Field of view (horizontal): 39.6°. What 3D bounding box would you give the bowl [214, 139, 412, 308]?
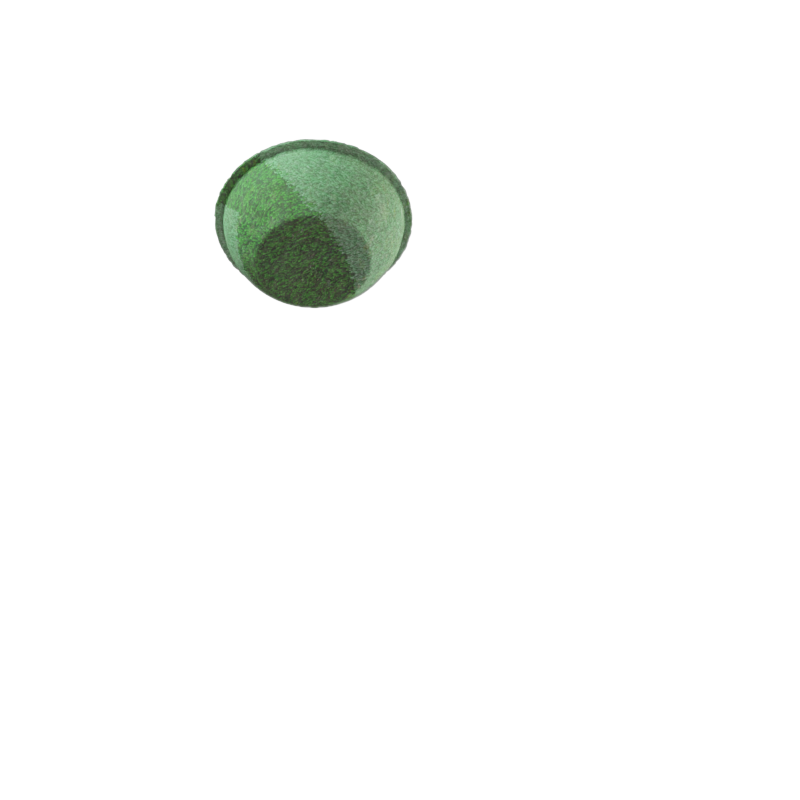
[{"bbox_3d":[-0.069,-0.126,0.884,0.162,0.151,0.059,1,41,-1],"label":"bowl"}]
